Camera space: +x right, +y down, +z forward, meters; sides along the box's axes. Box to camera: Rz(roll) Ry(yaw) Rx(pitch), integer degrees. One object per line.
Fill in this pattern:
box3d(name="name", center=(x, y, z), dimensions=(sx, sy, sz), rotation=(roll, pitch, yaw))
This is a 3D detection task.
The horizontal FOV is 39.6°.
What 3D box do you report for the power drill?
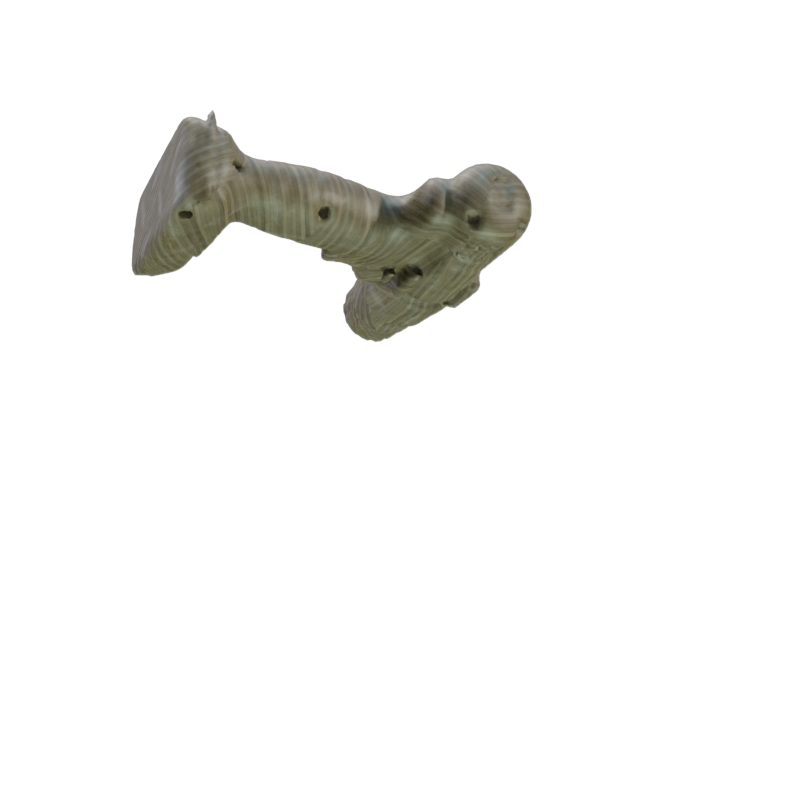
box3d(name="power drill", center=(-0.048, -0.087, 0.611), dimensions=(0.182, 0.061, 0.180), rotation=(8, -23, -21))
